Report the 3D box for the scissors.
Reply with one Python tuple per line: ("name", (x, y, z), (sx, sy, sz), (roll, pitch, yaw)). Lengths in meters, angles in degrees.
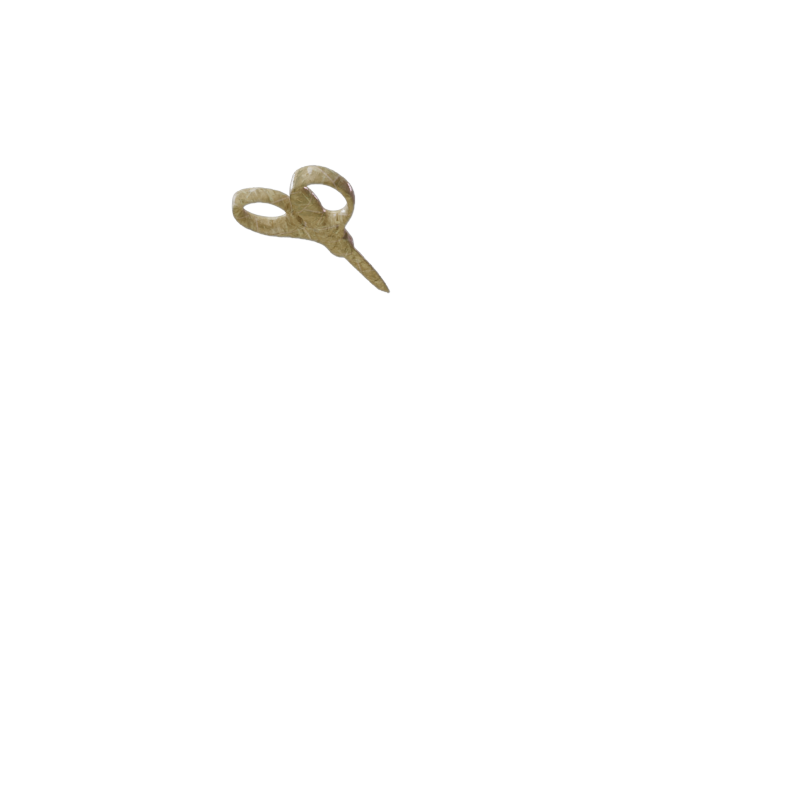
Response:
("scissors", (-0.065, -0.119, 0.830), (0.097, 0.017, 0.190), (-2, -20, 6))
